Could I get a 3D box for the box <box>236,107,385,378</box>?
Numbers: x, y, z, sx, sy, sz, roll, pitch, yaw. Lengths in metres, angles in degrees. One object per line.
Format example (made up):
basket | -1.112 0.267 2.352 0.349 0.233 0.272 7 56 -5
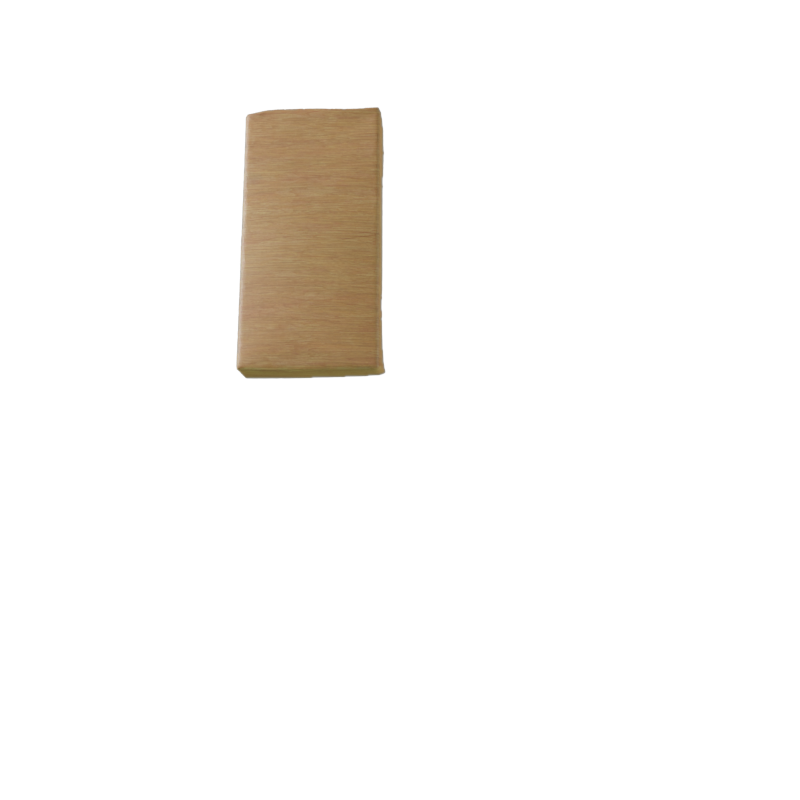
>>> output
box | -0.057 -0.104 0.729 0.094 0.182 0.046 -2 -13 5
